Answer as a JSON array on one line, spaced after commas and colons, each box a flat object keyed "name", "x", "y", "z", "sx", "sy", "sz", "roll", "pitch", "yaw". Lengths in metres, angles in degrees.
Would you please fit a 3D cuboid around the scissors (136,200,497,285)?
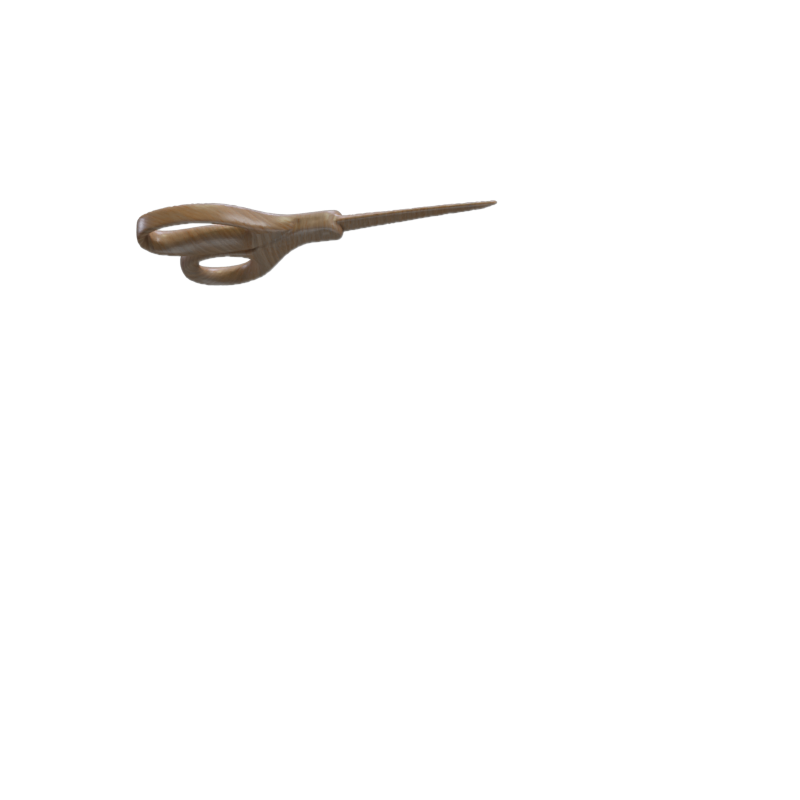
[{"name": "scissors", "x": -0.050, "y": -0.092, "z": 0.645, "sx": 0.202, "sy": 0.017, "sz": 0.091, "roll": 0, "pitch": -19, "yaw": 0}]
